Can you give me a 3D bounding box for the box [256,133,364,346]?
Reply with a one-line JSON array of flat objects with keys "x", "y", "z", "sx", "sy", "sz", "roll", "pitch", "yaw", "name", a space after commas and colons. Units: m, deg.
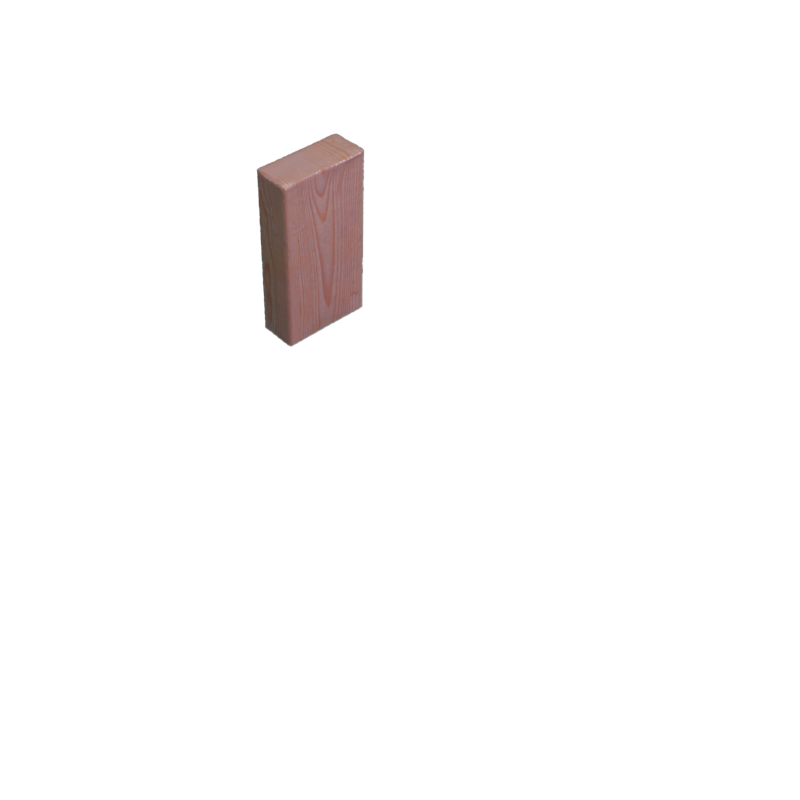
[{"x": -0.078, "y": -0.142, "z": 0.995, "sx": 0.093, "sy": 0.164, "sz": 0.051, "roll": -31, "pitch": 52, "yaw": -32, "name": "box"}]
